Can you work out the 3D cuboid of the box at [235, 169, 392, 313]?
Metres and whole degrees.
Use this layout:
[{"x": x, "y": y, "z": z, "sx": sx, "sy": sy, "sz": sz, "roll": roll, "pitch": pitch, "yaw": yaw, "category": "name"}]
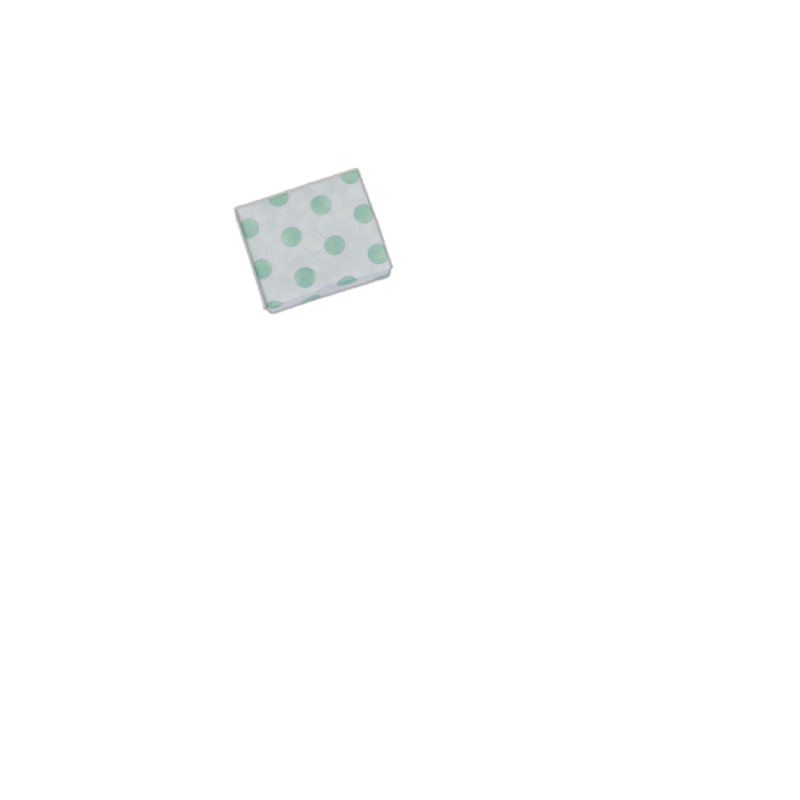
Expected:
[{"x": -0.059, "y": -0.107, "z": 0.749, "sx": 0.089, "sy": 0.076, "sz": 0.029, "roll": -18, "pitch": -12, "yaw": -5, "category": "box"}]
